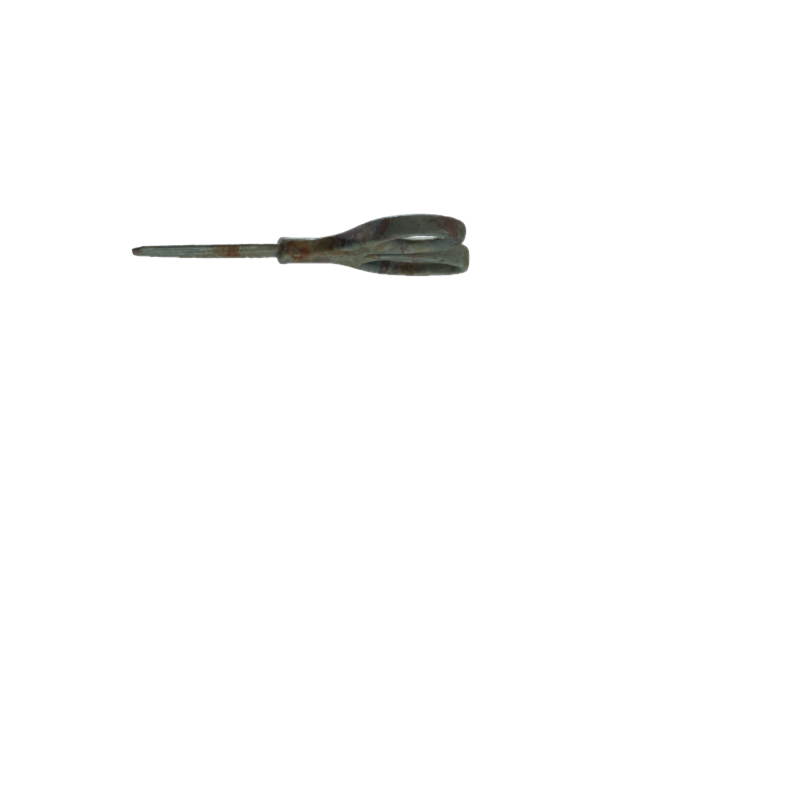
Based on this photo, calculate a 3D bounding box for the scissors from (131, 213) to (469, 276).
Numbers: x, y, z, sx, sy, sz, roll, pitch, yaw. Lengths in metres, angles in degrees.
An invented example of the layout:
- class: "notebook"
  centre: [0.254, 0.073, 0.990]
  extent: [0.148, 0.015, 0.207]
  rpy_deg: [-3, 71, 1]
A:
- class: "scissors"
  centre: [-0.050, -0.092, 0.643]
  extent: [0.198, 0.016, 0.095]
  rpy_deg: [3, -11, -14]
